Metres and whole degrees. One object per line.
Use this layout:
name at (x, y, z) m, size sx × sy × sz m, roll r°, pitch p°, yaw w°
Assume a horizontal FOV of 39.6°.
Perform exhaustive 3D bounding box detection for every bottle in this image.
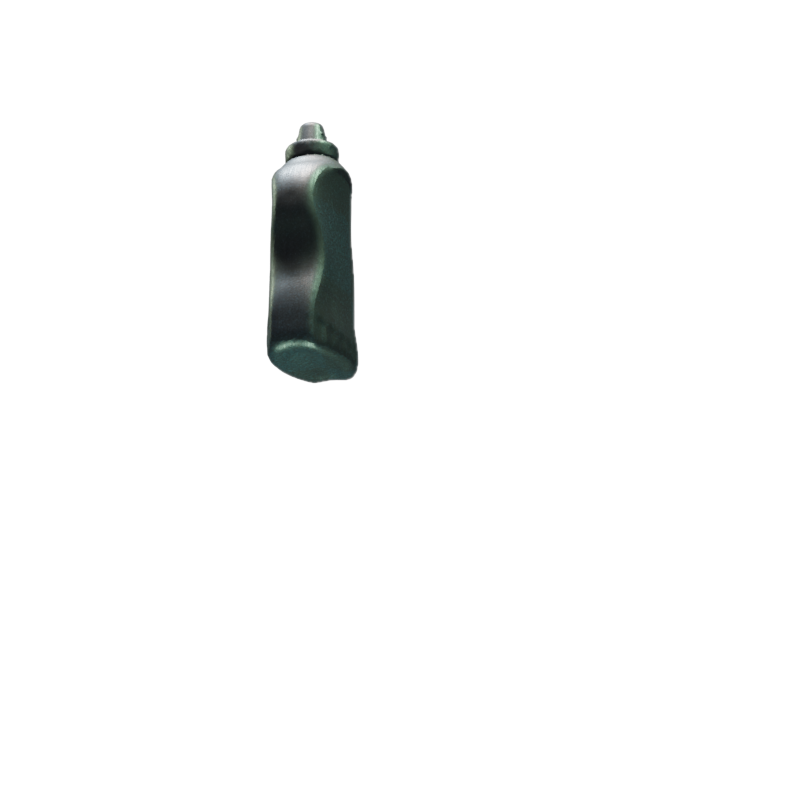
bottle at (-0.064, -0.116, 0.812) m, size 0.059 × 0.201 × 0.090 m, roll -9°, pitch -22°, yaw 17°
